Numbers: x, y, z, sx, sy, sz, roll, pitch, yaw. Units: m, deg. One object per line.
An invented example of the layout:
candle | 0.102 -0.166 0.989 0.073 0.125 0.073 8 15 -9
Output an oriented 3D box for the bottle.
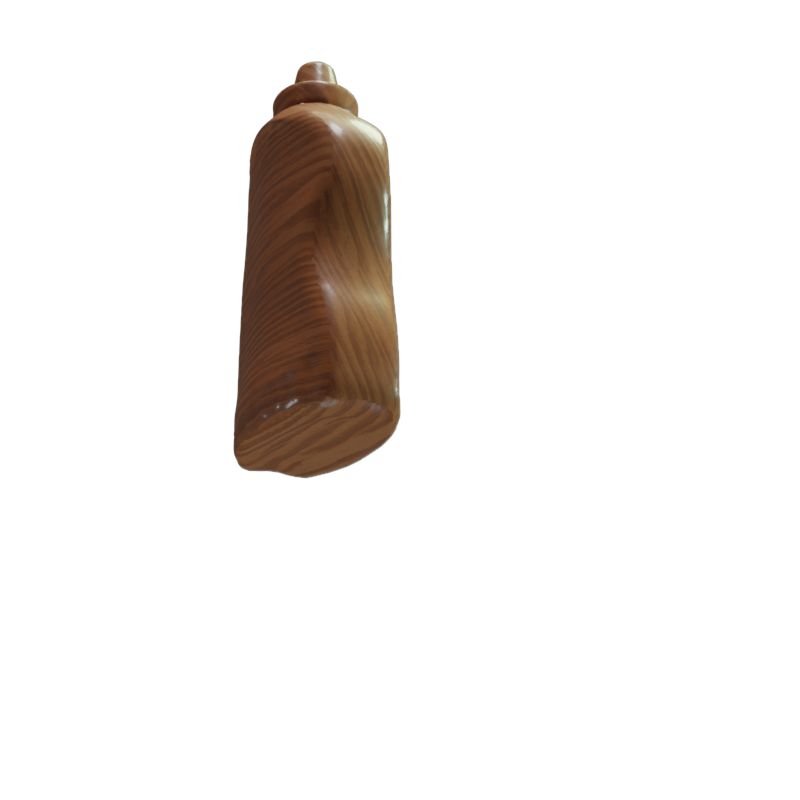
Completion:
bottle | -0.038 -0.070 0.493 0.056 0.203 0.094 11 -30 -23
